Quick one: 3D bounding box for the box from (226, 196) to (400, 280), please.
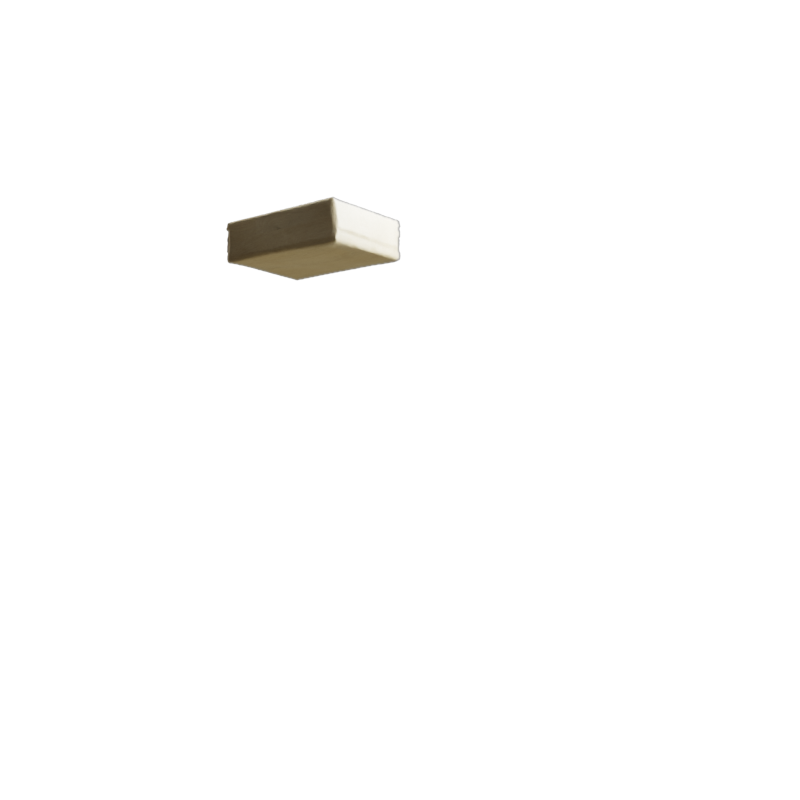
[{"bbox_3d":[-0.070,-0.128,0.895,0.117,0.040,0.085,-4,-7,36],"label":"box"}]
